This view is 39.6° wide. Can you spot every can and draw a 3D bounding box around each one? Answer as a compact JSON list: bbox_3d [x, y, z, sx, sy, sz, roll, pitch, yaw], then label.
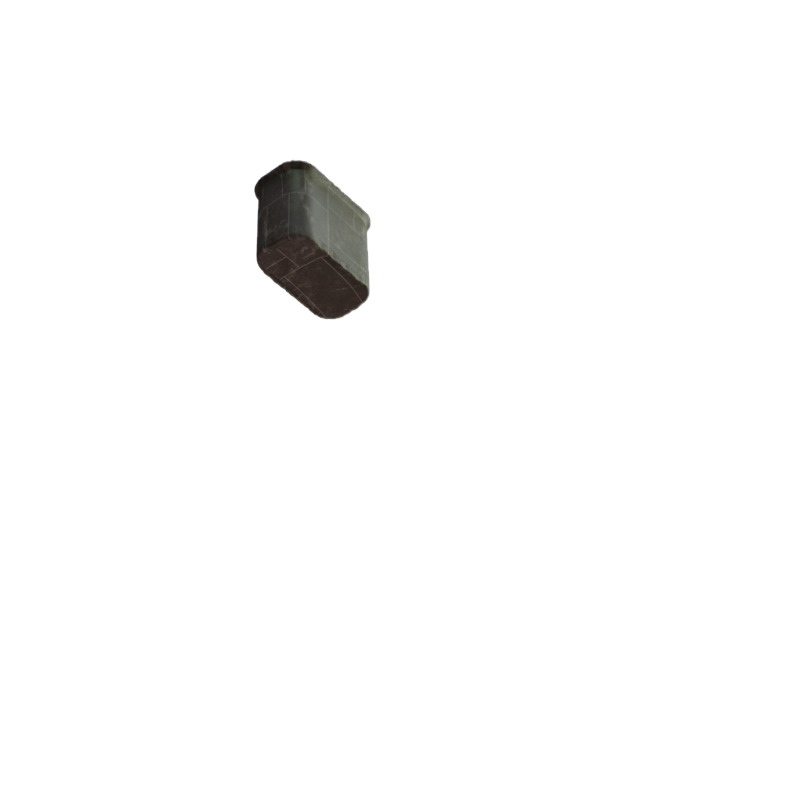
[{"bbox_3d":[-0.068,-0.124,0.869,0.057,0.090,0.095,-30,-49,27],"label":"can"}]
